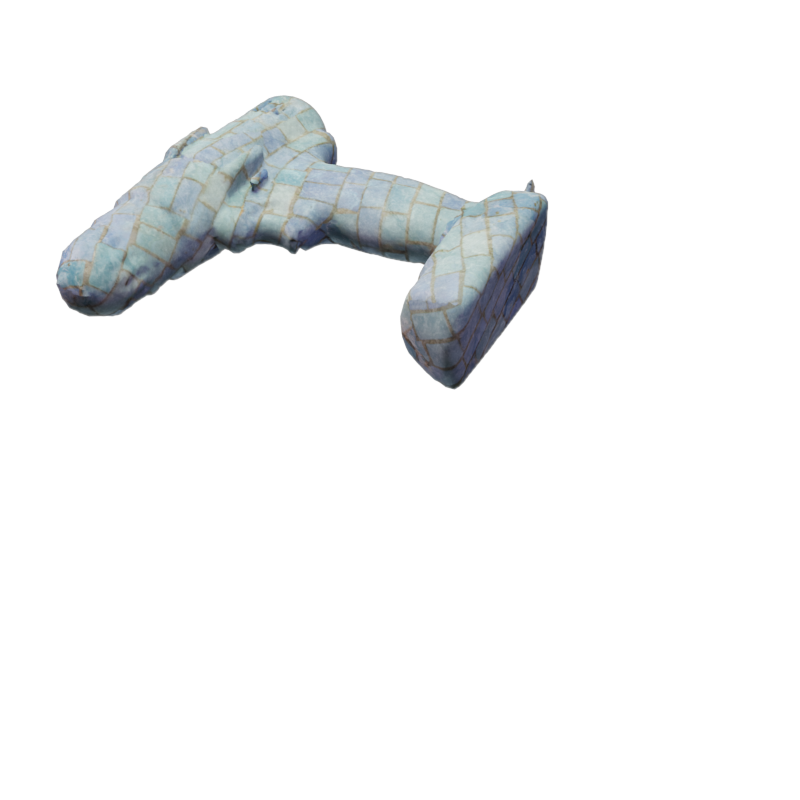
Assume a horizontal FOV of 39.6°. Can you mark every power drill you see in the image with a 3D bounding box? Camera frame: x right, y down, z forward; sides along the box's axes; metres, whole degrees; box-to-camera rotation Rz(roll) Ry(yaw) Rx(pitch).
[{"bbox_3d":[-0.041,-0.074,0.519,0.197,0.053,0.189,22,47,23],"label":"power drill"}]
